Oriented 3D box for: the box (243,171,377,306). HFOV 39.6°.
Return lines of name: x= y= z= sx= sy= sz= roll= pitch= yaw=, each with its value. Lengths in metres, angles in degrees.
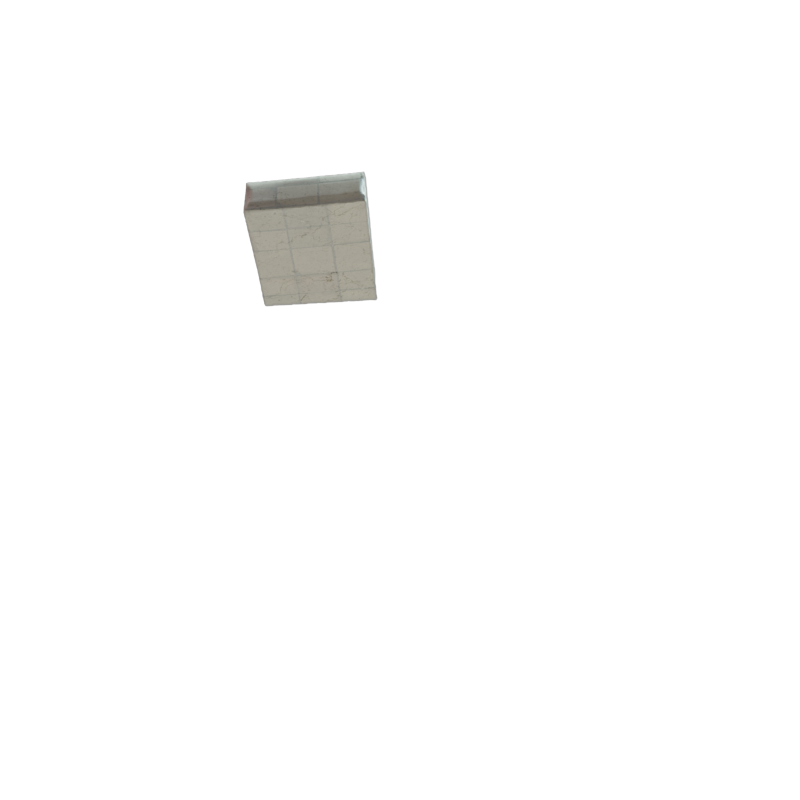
box: x=-0.054 y=-0.098 z=0.687 sx=0.073 sy=0.032 sz=0.083 roll=-4 pitch=-41 yaw=4
